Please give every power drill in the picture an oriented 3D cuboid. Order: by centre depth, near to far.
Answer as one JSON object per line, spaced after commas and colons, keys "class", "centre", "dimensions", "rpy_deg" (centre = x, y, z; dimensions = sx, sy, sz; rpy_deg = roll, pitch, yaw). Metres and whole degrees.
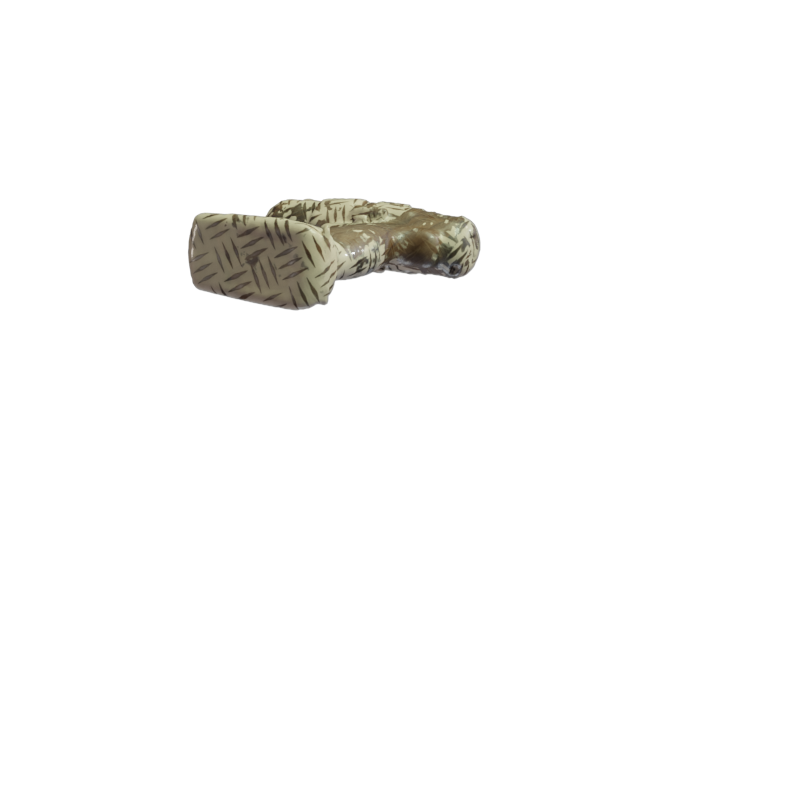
{"class": "power drill", "centre": [-0.062, -0.112, 0.786], "dimensions": [0.193, 0.056, 0.185], "rpy_deg": [10, 19, 32]}
